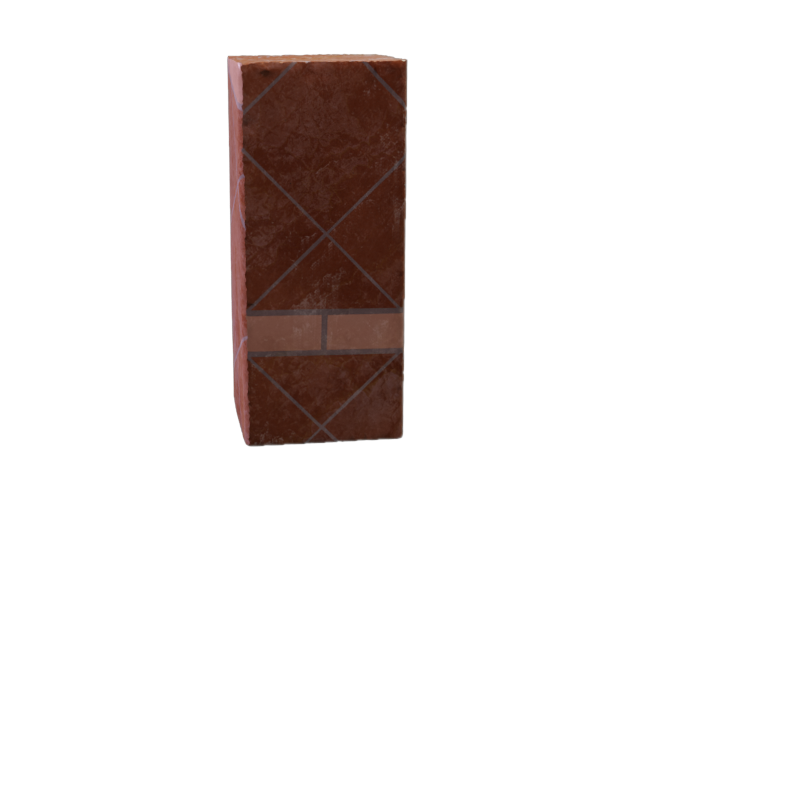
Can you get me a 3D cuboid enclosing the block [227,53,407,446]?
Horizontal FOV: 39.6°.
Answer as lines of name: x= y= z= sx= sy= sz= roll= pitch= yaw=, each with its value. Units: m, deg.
block: x=-0.049 y=-0.089 z=0.624 sx=0.090 sy=0.200 sz=0.094 roll=-2 pitch=14 yaw=-10
